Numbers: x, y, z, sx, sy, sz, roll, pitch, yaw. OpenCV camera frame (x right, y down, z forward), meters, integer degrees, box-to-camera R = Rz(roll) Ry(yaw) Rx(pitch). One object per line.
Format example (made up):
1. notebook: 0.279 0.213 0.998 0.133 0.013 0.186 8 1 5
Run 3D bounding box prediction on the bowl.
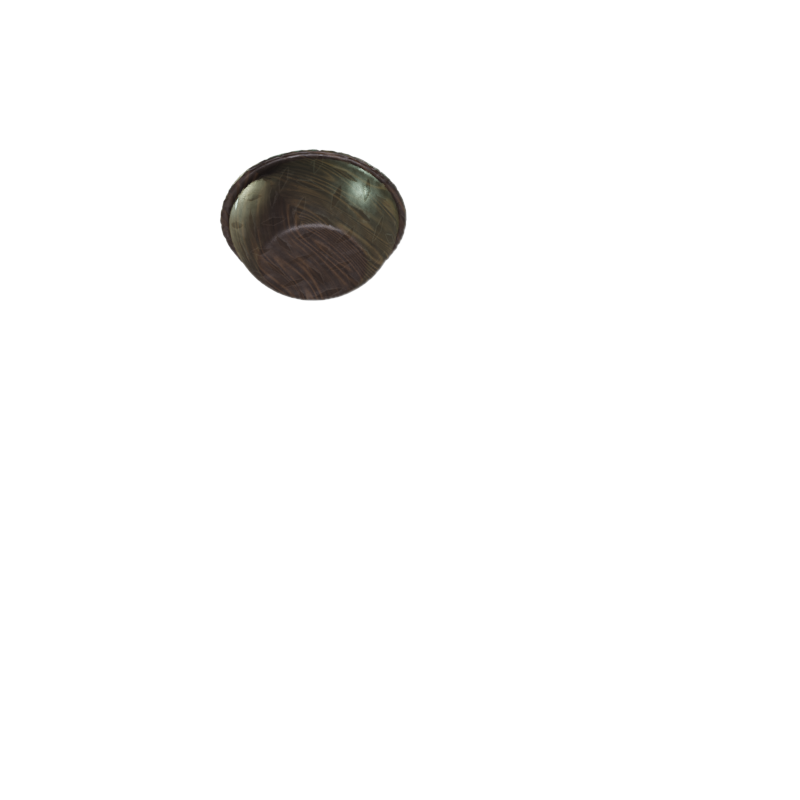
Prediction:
1. bowl: -0.074 -0.135 0.946 0.162 0.059 0.151 1 -42 -1
